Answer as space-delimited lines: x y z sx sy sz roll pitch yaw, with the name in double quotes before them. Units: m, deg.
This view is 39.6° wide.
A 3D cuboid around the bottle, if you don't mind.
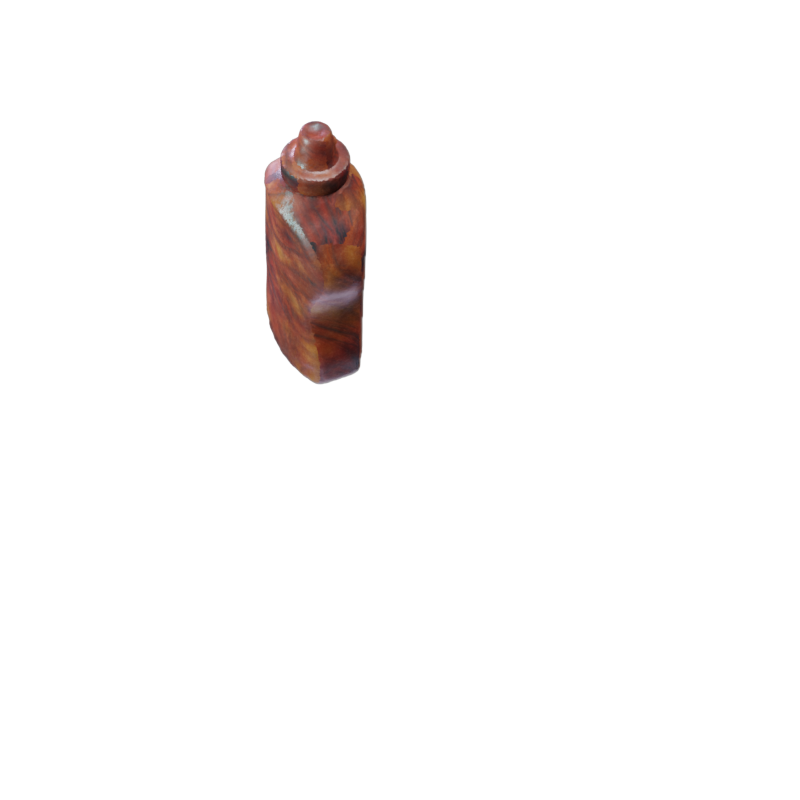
"bottle" -0.054 -0.100 0.698 0.058 0.104 0.179 -16 -34 -15
